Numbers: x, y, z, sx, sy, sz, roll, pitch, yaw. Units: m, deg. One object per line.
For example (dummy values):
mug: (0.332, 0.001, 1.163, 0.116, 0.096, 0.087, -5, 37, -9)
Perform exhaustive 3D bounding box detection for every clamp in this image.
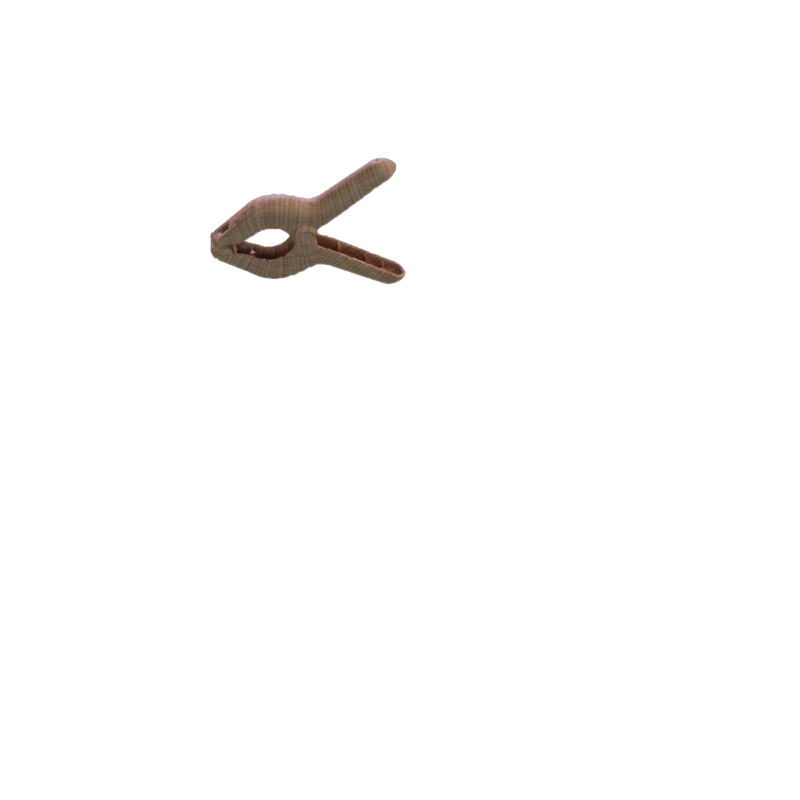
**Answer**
clamp: (-0.075, -0.137, 0.959, 0.172, 0.113, 0.041, -13, 27, 6)
